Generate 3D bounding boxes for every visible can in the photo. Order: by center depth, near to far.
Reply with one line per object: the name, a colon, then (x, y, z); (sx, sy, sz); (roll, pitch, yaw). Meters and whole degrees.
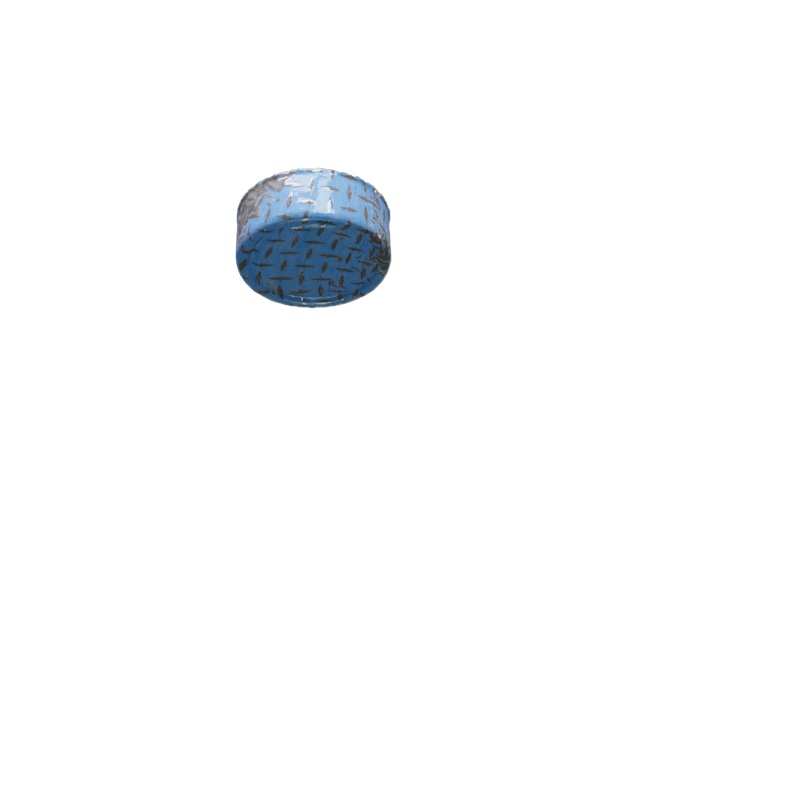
can: (-0.048, -0.087, 0.608); (0.086, 0.036, 0.080); (1, -33, -2)
